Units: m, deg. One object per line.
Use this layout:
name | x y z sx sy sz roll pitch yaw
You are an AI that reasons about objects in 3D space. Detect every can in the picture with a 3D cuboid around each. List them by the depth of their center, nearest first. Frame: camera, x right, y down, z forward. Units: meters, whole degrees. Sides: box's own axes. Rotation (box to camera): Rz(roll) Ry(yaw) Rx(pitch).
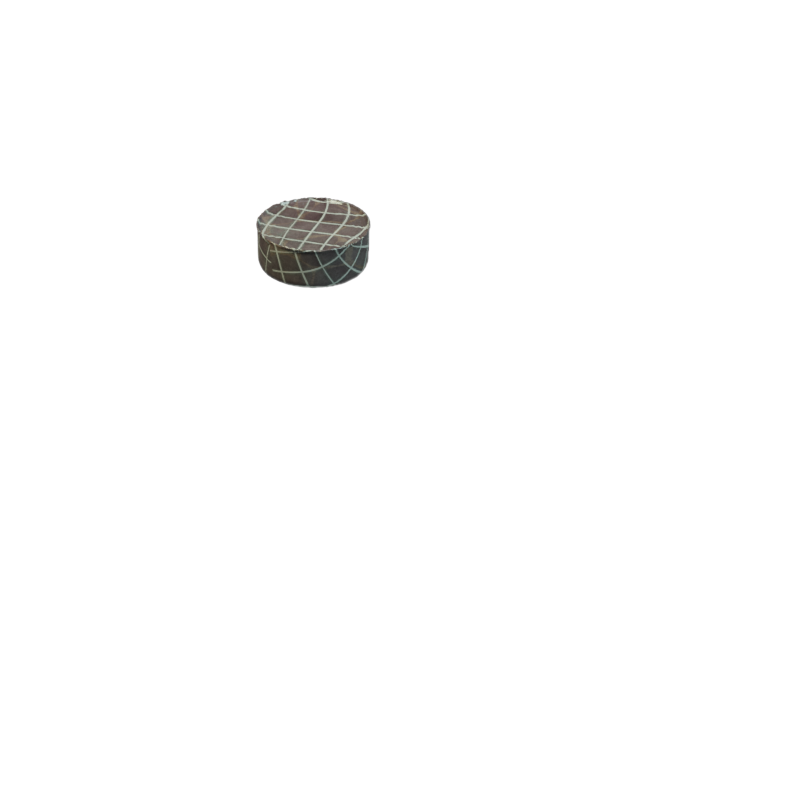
can | -0.066 -0.120 0.839 0.086 0.031 0.092 -1 34 -2
